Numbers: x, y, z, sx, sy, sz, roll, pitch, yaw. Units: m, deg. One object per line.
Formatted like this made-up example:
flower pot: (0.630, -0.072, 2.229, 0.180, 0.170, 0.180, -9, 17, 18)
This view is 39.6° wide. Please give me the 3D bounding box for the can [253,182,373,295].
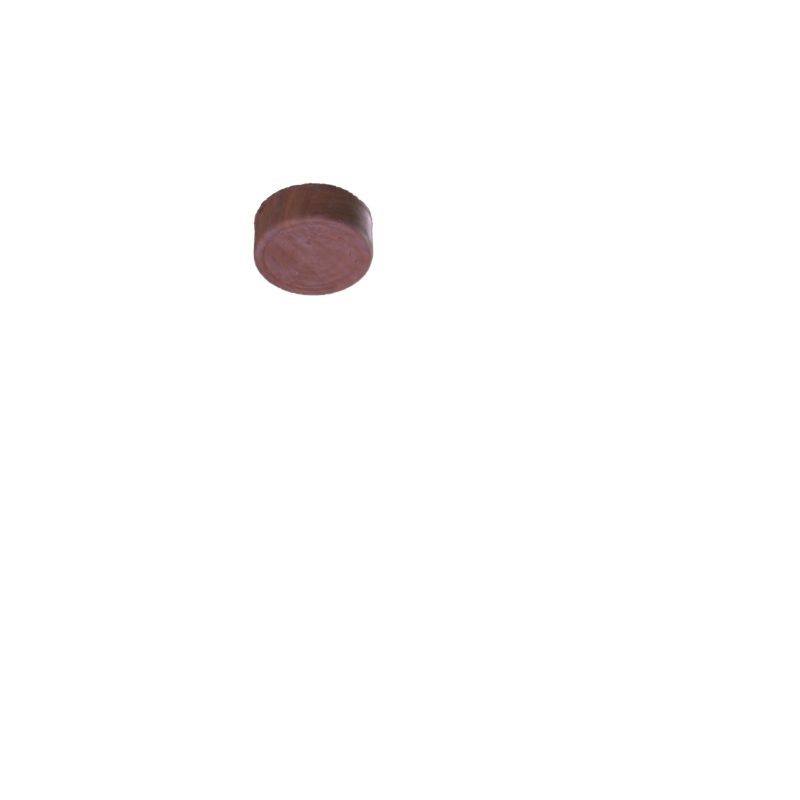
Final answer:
can: (-0.062, -0.112, 0.787, 0.086, 0.036, 0.080, 1, -37, -2)
